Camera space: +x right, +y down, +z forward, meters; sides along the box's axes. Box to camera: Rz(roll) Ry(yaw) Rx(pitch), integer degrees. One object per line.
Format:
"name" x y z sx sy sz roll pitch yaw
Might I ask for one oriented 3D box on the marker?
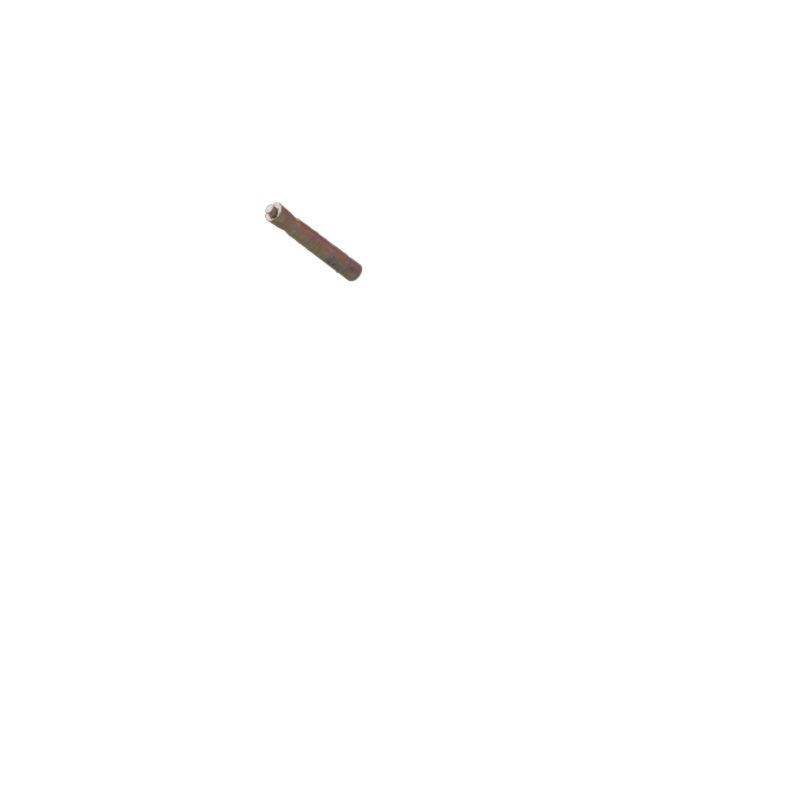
"marker" -0.077 -0.140 0.982 0.021 0.020 0.112 3 -22 44
